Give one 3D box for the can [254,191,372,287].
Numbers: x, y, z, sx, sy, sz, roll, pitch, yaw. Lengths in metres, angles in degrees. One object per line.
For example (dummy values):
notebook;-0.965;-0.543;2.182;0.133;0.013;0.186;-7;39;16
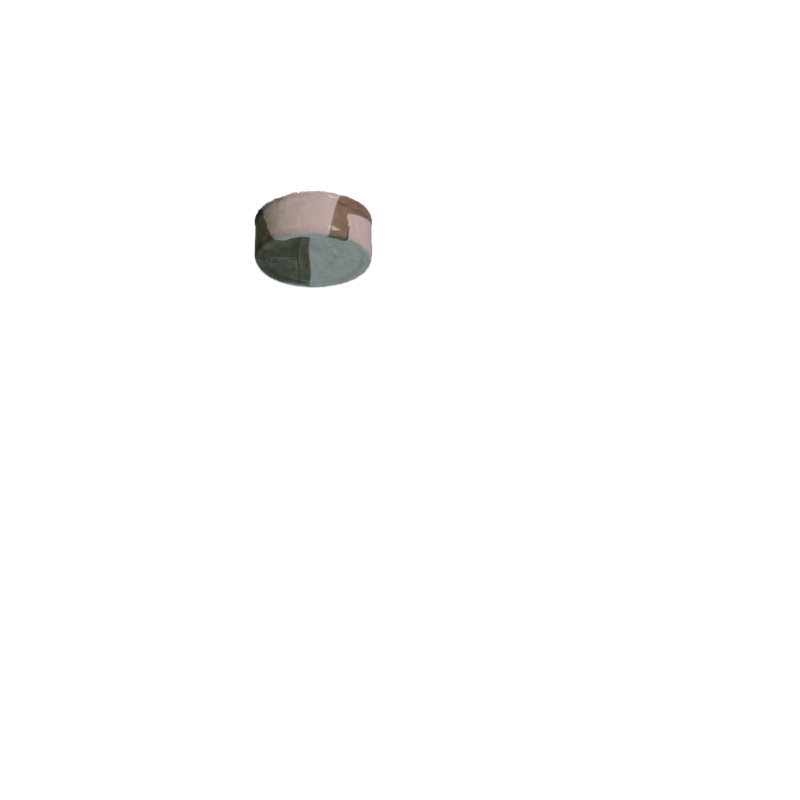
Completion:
can;-0.062;-0.114;0.798;0.086;0.036;0.081;1;-24;-2
